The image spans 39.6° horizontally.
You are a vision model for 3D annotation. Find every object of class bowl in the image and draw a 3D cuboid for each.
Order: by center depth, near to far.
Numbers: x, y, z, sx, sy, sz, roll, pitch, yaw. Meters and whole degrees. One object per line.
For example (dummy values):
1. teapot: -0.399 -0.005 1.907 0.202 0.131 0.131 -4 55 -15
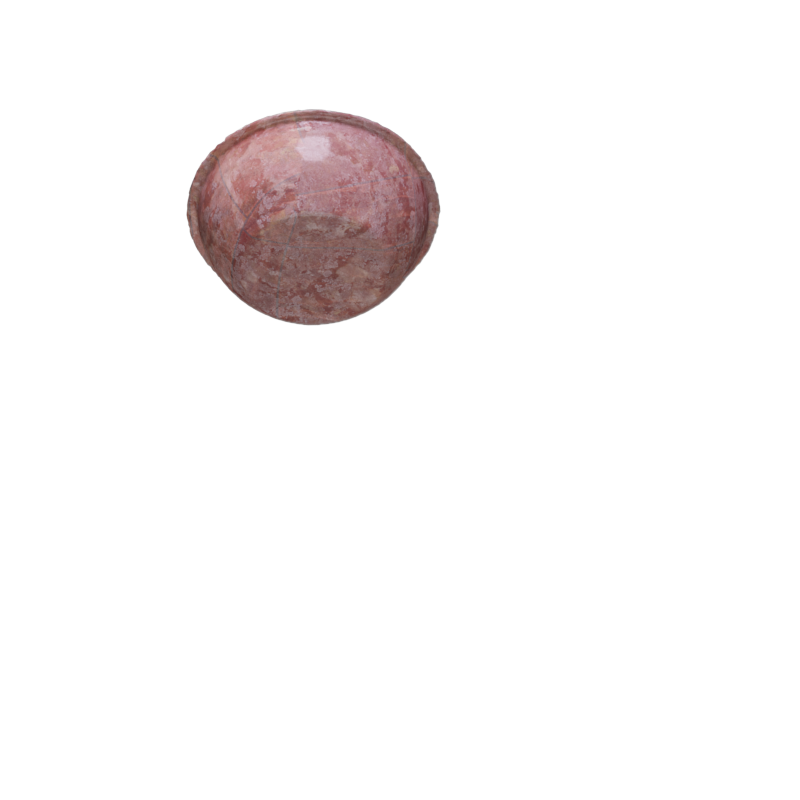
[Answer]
1. bowl: -0.054 -0.098 0.690 0.162 0.151 0.059 1 43 -1
